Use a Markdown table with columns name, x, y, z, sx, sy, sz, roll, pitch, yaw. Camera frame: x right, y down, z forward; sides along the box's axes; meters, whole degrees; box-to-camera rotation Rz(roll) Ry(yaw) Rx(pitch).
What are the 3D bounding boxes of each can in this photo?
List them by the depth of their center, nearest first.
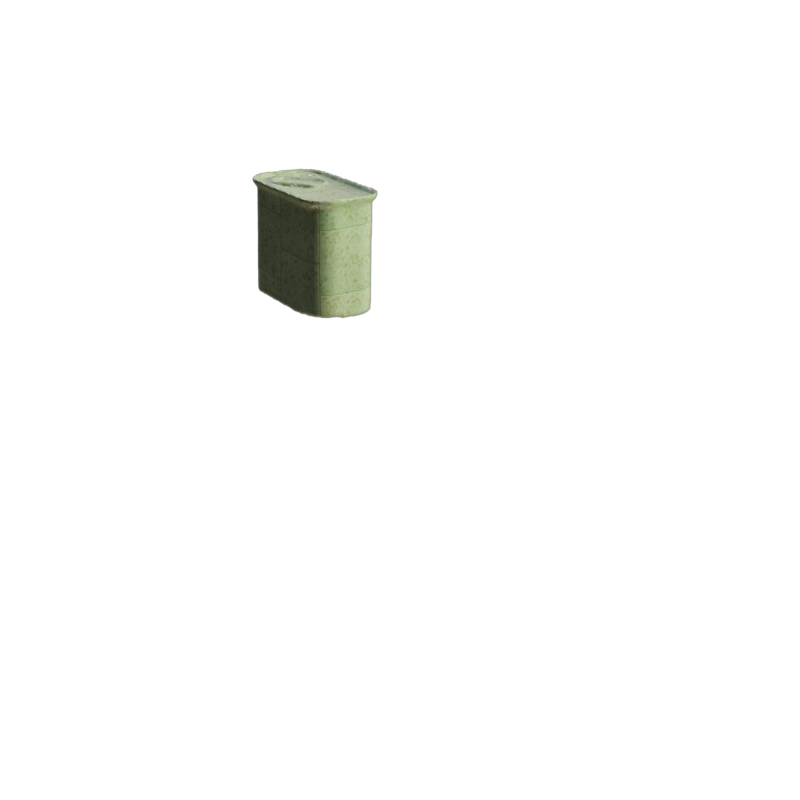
| name | x | y | z | sx | sy | sz | roll | pitch | yaw |
| --- | --- | --- | --- | --- | --- | --- | --- | --- | --- |
| can | -0.061 | -0.110 | 0.773 | 0.056 | 0.080 | 0.109 | -10 | 23 | -31 |
